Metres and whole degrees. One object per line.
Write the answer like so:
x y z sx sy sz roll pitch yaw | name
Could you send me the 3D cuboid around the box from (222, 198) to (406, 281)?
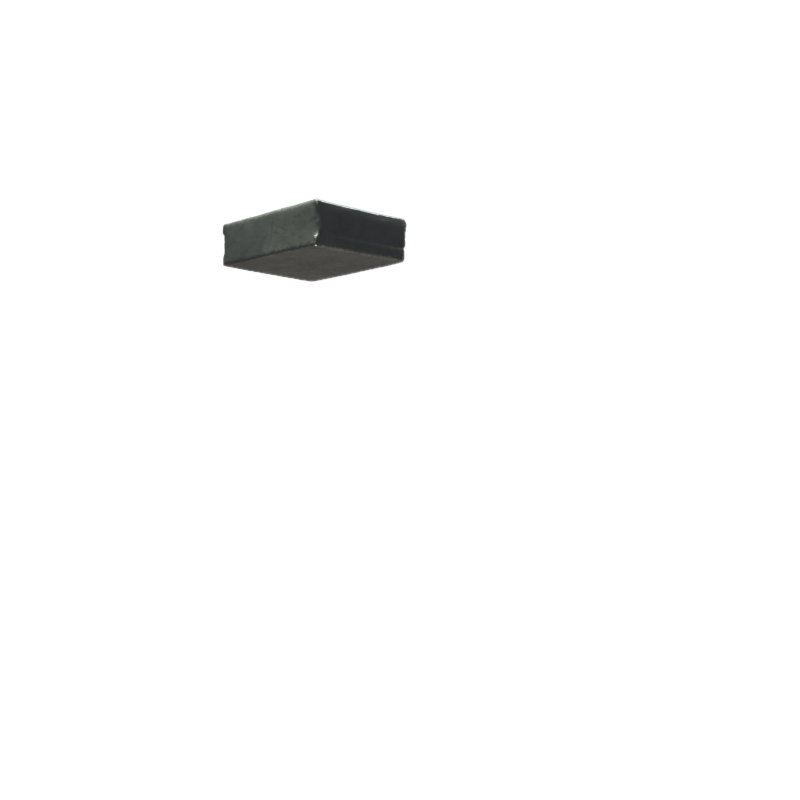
-0.052 -0.096 0.670 0.070 0.031 0.092 6 -8 -43 | box
